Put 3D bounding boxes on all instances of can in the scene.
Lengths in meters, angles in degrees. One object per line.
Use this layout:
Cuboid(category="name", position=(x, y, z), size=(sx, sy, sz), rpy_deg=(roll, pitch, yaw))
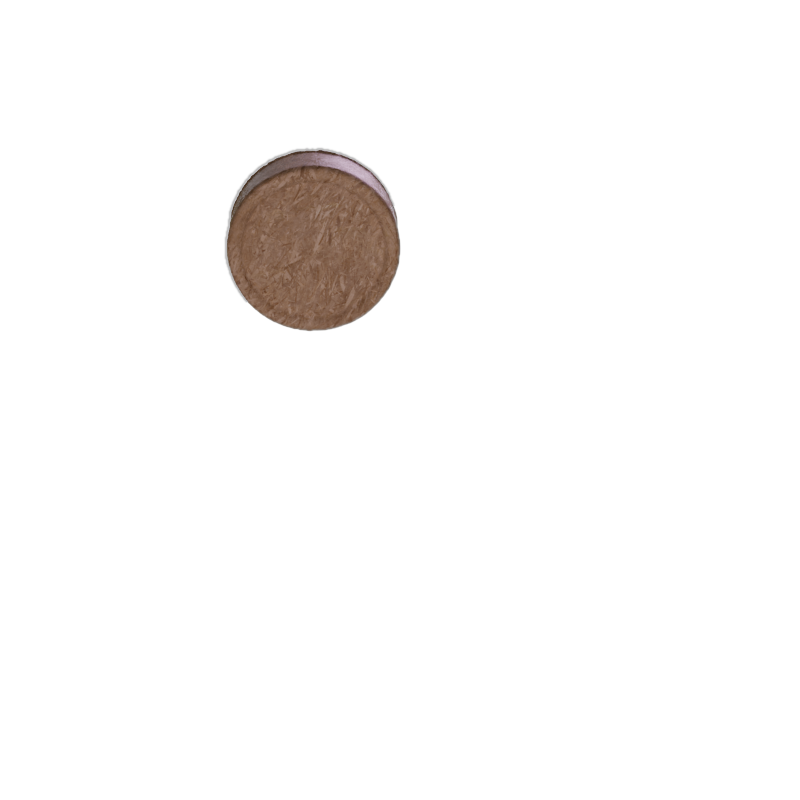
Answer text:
Cuboid(category="can", position=(-0.043, -0.078, 0.548), size=(0.086, 0.082, 0.035), rpy_deg=(0, 21, -1))
